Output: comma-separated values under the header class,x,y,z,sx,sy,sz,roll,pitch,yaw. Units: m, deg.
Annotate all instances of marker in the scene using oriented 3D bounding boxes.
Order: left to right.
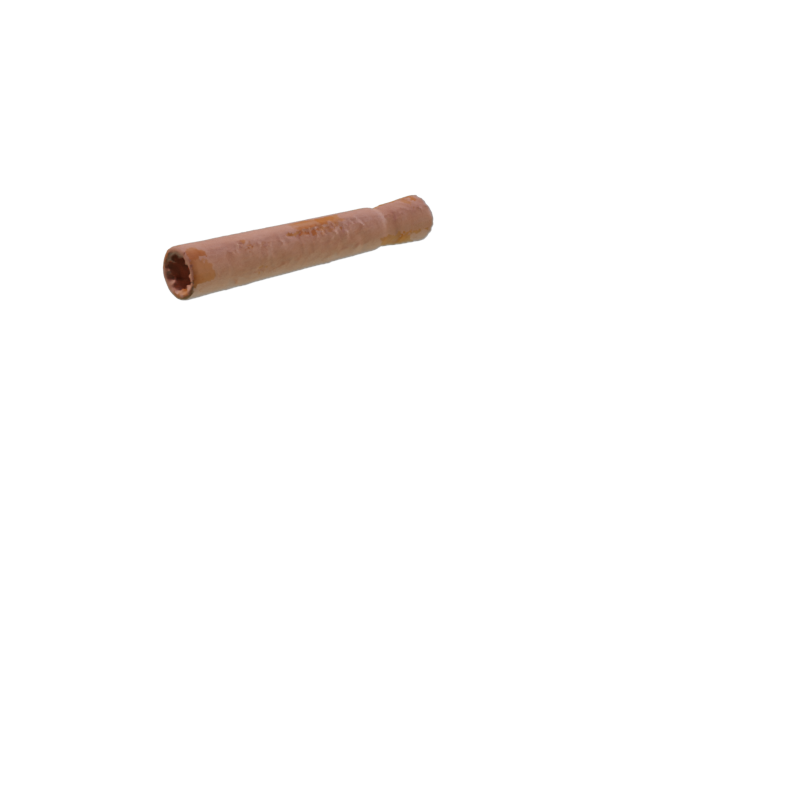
class,x,y,z,sx,sy,sz,roll,pitch,yaw
marker,-0.032,-0.058,0.408,0.119,0.019,0.021,-21,17,-40
